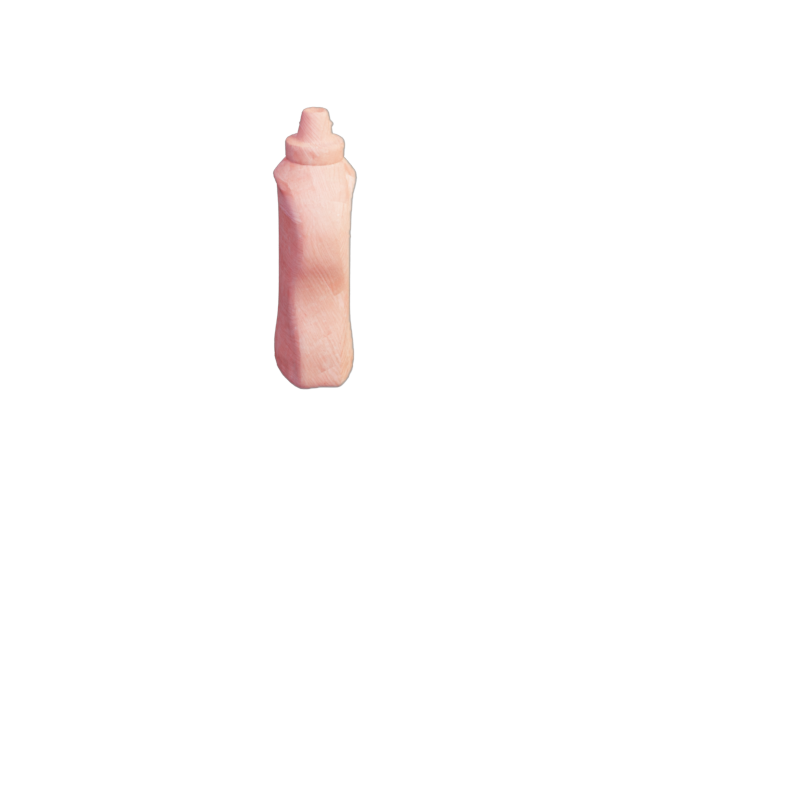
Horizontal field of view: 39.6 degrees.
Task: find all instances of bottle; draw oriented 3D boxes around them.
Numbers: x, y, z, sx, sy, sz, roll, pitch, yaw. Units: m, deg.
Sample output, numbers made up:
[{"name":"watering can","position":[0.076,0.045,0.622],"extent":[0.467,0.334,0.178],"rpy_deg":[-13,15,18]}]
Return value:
[{"name":"bottle","position":[-0.061,-0.112,0.782],"extent":[0.058,0.182,0.102],"rpy_deg":[-2,24,-8]}]
